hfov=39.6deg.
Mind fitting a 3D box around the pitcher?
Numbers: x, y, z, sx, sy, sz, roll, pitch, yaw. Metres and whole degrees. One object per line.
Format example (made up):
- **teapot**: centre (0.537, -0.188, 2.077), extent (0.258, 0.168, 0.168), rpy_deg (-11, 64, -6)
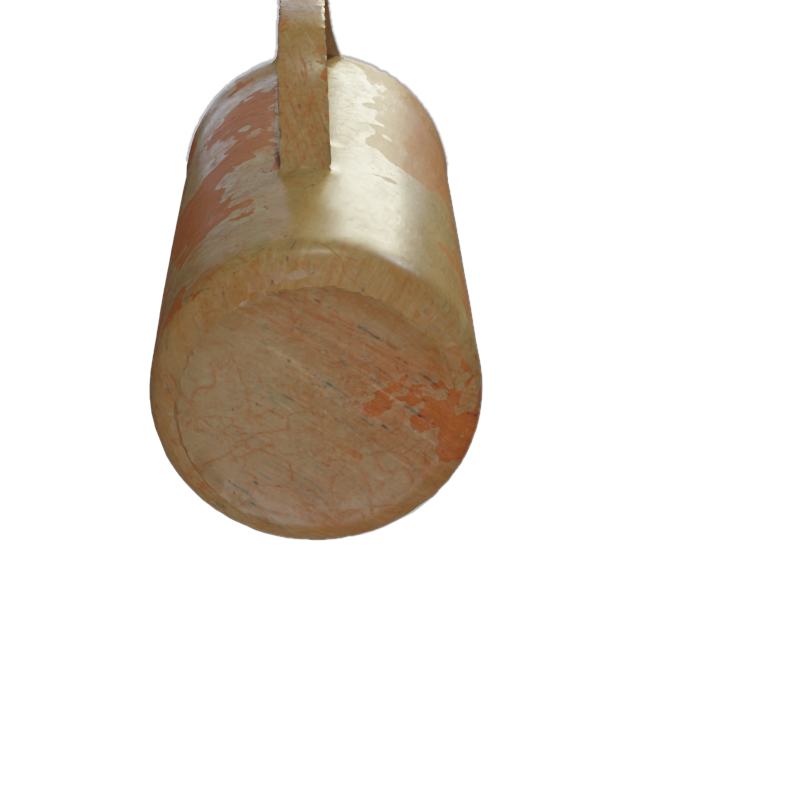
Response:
- **pitcher**: centre (-0.036, -0.065, 0.457), extent (0.143, 0.143, 0.256), rpy_deg (40, 18, -20)
